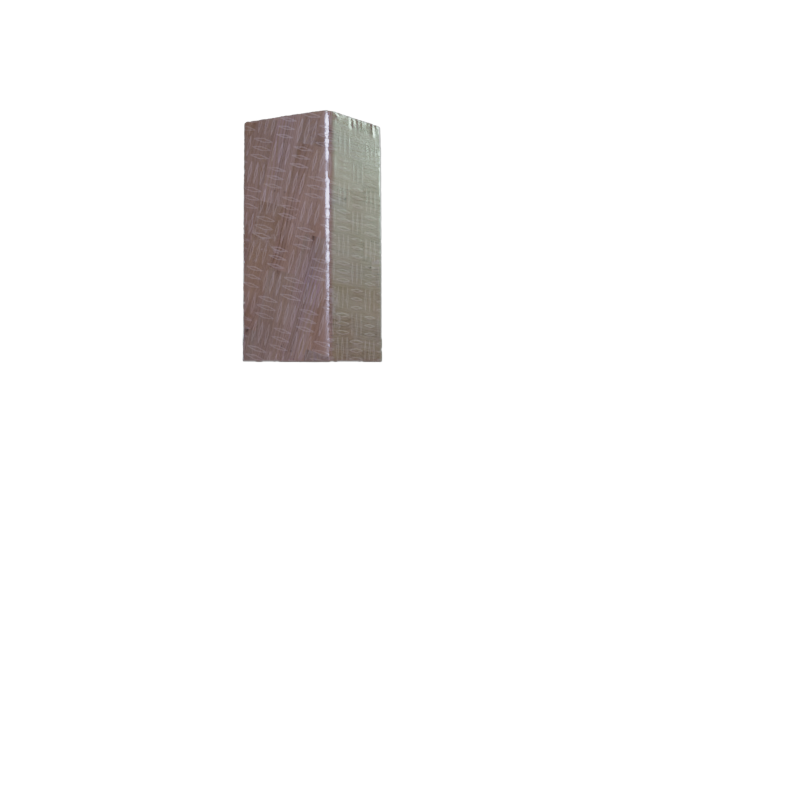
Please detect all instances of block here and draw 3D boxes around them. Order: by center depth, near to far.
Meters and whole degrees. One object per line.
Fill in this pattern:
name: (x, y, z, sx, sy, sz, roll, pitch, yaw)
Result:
block: (-0.074, -0.137, 0.956, 0.093, 0.209, 0.087, -3, -6, 32)
